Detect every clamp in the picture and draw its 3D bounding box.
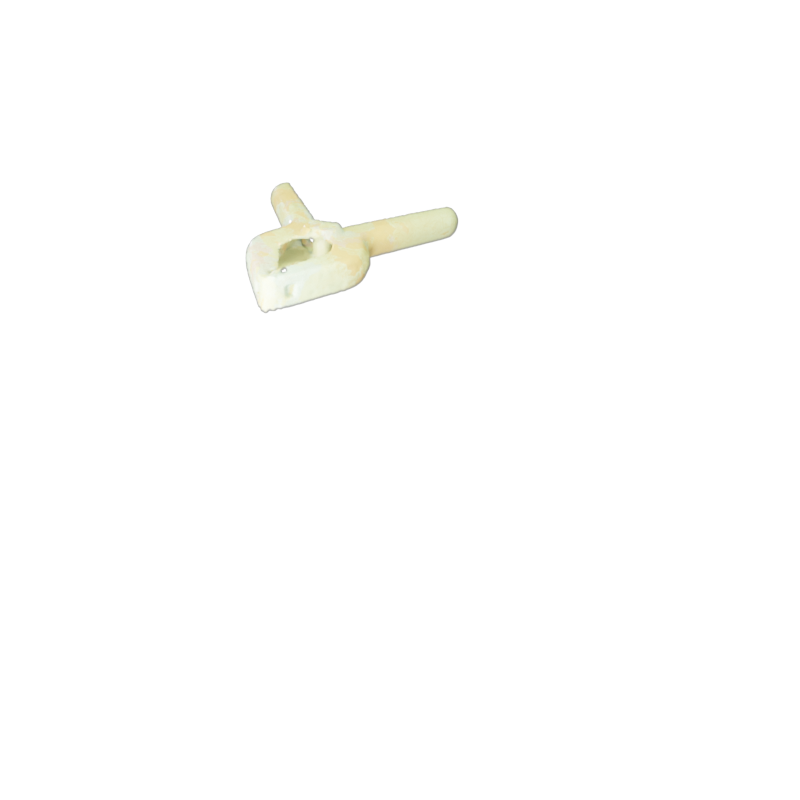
[{"bbox_3d":[-0.068,-0.124,0.866,0.171,0.034,0.213,14,31,24],"label":"clamp"}]
